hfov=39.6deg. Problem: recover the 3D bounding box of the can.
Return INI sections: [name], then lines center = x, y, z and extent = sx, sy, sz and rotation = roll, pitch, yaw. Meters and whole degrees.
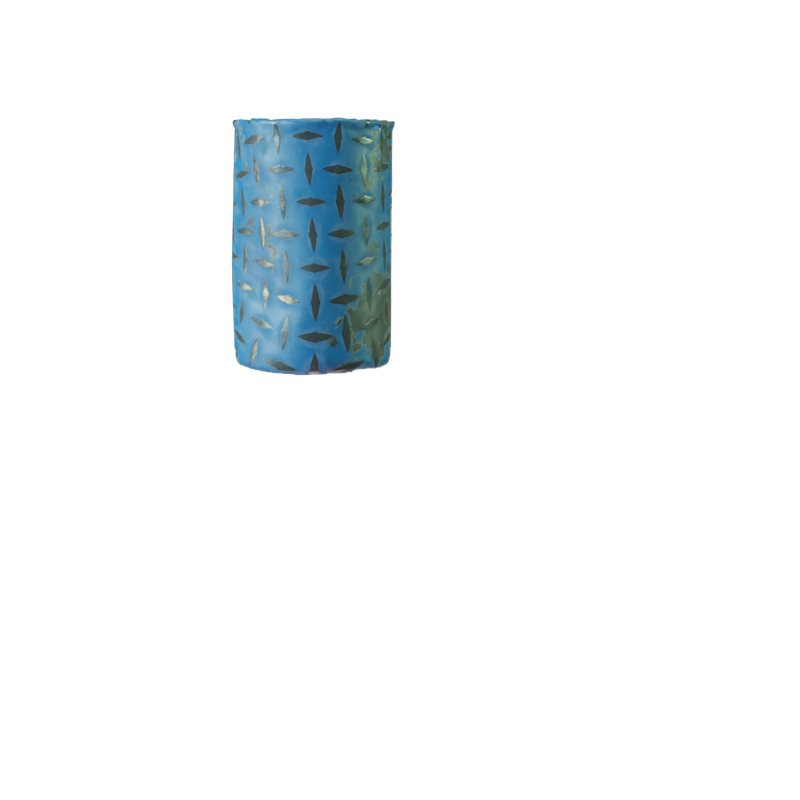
[can]
center = -0.037, -0.067, 0.468
extent = 0.068, 0.101, 0.070
rotation = 0, 6, -2
